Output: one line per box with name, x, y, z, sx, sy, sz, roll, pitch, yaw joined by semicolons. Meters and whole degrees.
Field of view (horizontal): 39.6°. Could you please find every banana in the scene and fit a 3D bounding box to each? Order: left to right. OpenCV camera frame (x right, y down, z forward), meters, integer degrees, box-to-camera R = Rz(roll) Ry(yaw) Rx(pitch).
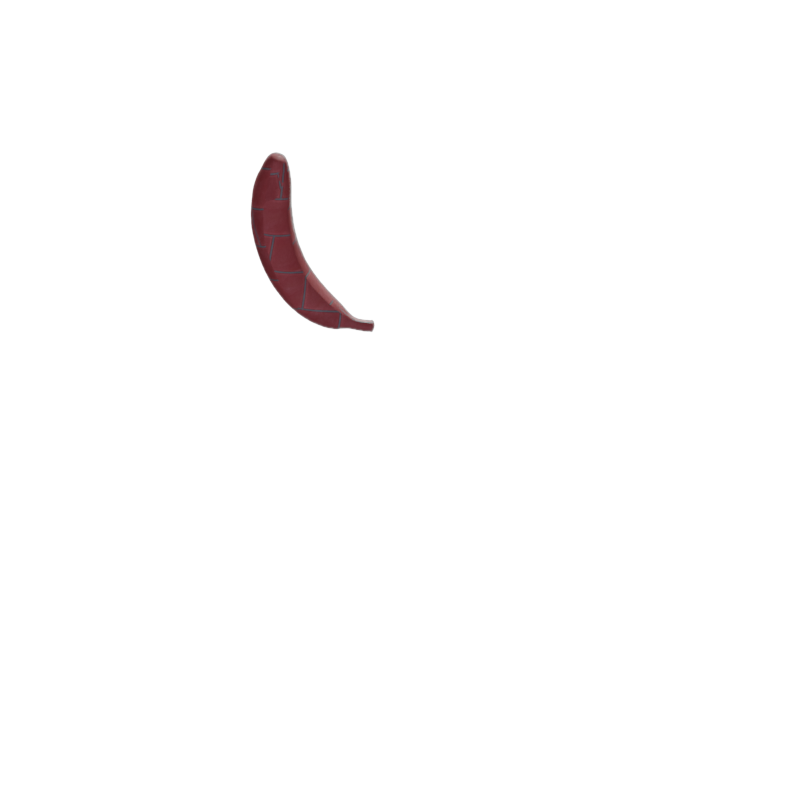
banana;-0.093;-0.132;0.995;0.070;0.185;0.039;-22;30;13
